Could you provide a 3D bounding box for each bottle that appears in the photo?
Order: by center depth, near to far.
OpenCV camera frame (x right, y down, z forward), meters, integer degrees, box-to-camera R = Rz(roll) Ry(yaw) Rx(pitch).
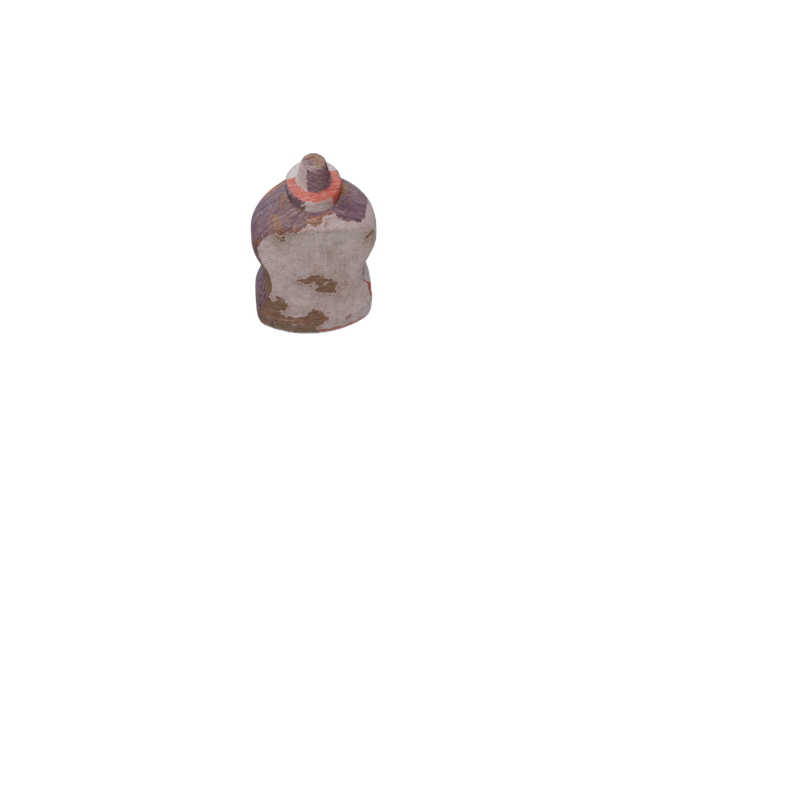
[{"bbox_3d":[-0.067,-0.123,0.860,0.096,0.062,0.180,-2,-30,-5],"label":"bottle"}]
